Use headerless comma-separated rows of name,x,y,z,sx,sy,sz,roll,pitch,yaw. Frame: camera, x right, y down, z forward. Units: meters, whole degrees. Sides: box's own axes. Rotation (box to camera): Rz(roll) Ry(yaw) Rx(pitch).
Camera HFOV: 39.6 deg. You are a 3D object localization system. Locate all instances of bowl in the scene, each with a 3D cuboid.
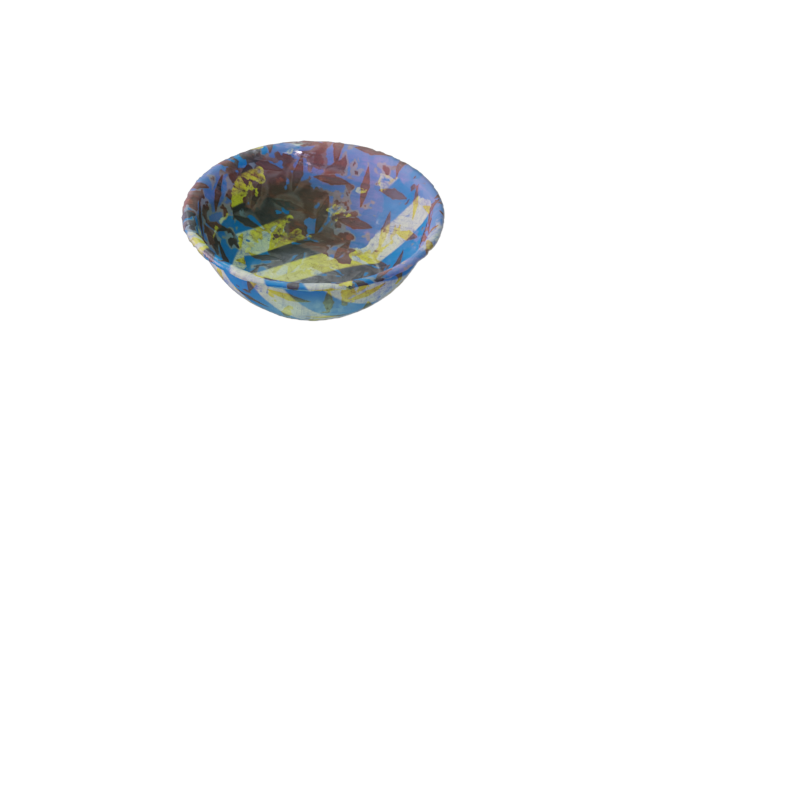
bowl,-0.054,-0.099,0.696,0.162,0.051,0.174,-1,40,-2
